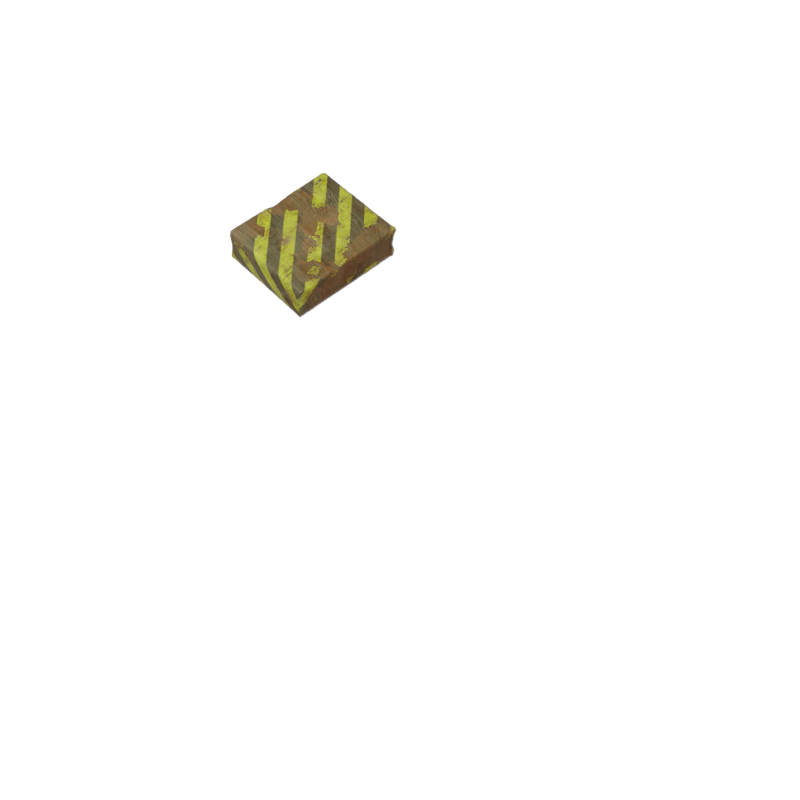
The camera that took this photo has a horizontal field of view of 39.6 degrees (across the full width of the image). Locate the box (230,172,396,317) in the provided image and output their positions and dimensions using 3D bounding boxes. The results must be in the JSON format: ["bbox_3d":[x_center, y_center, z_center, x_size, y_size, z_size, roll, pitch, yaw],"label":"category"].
[{"bbox_3d":[-0.059,-0.108,0.754,0.090,0.028,0.078,-36,60,-25],"label":"box"}]
